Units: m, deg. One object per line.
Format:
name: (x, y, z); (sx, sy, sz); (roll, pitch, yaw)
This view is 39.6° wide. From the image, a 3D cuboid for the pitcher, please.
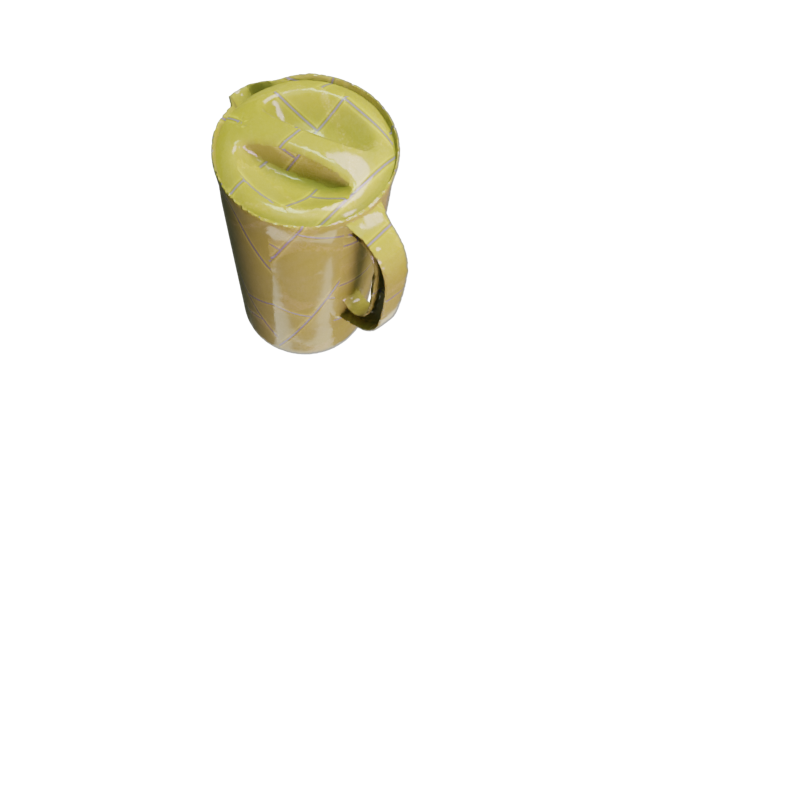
pitcher: (-0.068, -0.124, 0.870); (0.145, 0.158, 0.229); (5, -26, -1)
